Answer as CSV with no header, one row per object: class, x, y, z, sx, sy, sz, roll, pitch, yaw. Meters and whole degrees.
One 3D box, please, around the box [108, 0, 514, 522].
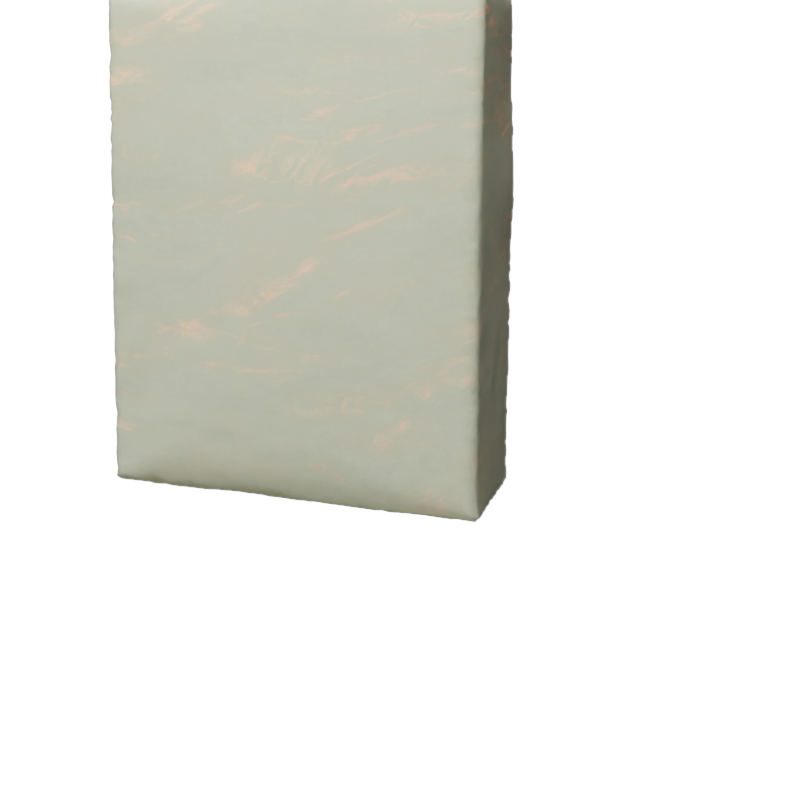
box,-0.038,-0.069,0.480,0.169,0.211,0.071,3,6,20
